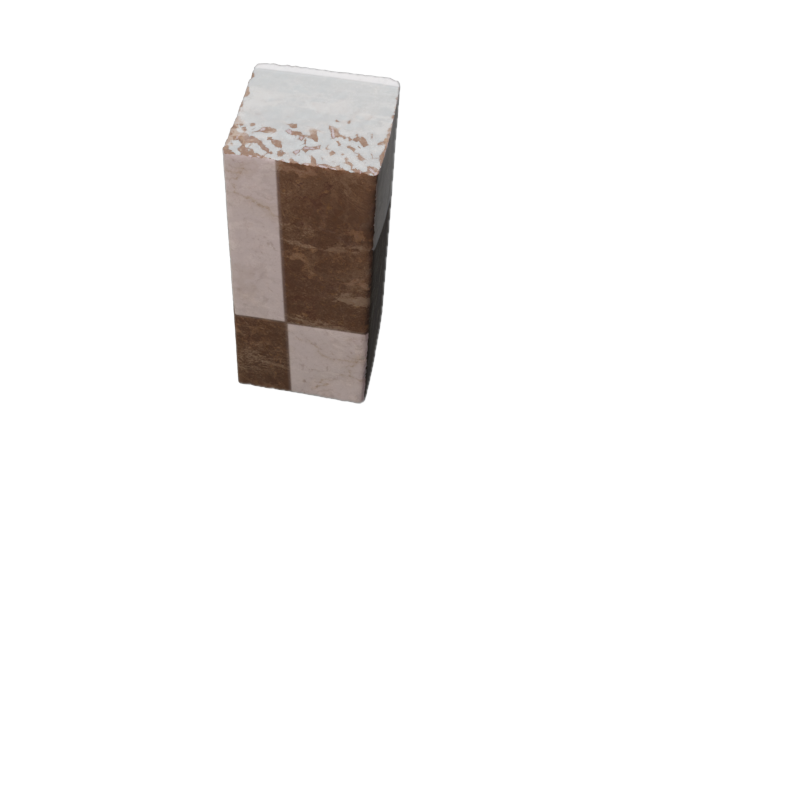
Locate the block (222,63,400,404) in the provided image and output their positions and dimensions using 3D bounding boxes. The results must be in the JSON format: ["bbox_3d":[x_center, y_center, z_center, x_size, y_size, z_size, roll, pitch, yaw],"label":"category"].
[{"bbox_3d":[-0.055,-0.101,0.708,0.092,0.096,0.192,9,-41,4],"label":"block"}]
